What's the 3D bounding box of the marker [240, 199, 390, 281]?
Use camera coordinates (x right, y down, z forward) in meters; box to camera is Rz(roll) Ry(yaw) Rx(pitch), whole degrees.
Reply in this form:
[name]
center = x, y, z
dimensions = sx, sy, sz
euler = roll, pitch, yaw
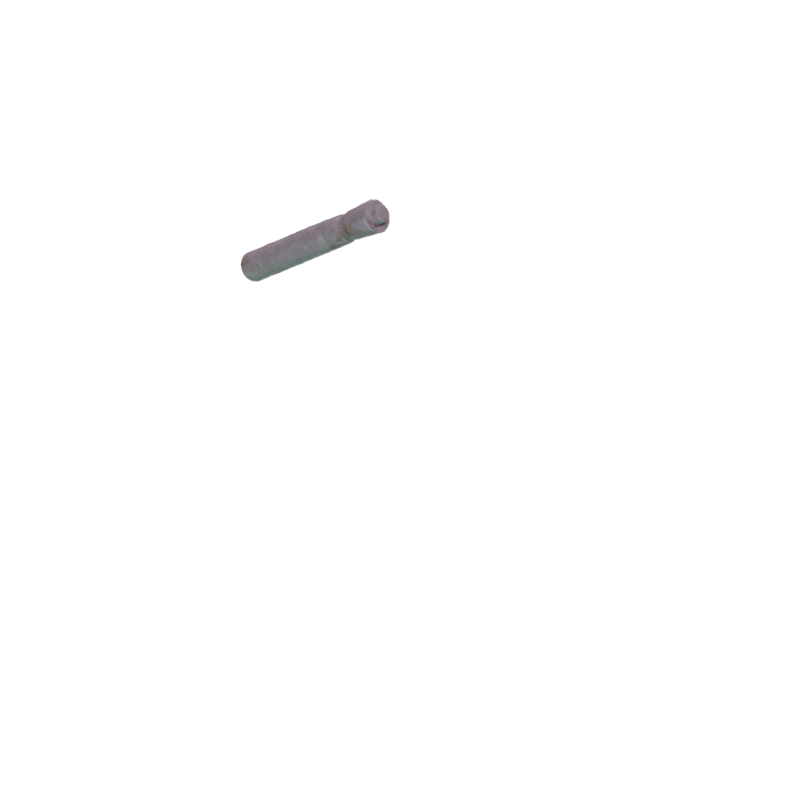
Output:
[marker]
center = -0.049, -0.090, 0.628
dimensions = 0.019, 0.020, 0.123
euler = -3, -6, -42
